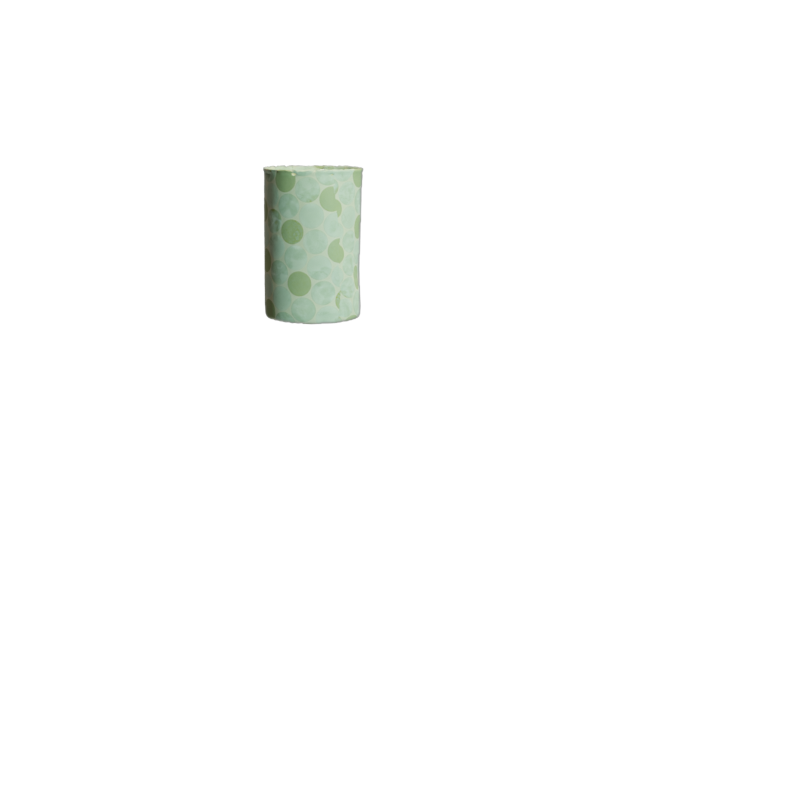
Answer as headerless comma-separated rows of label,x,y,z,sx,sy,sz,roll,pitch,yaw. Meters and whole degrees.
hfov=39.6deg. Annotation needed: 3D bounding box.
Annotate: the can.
can,-0.059,-0.108,0.755,0.068,0.100,0.070,0,9,-2
